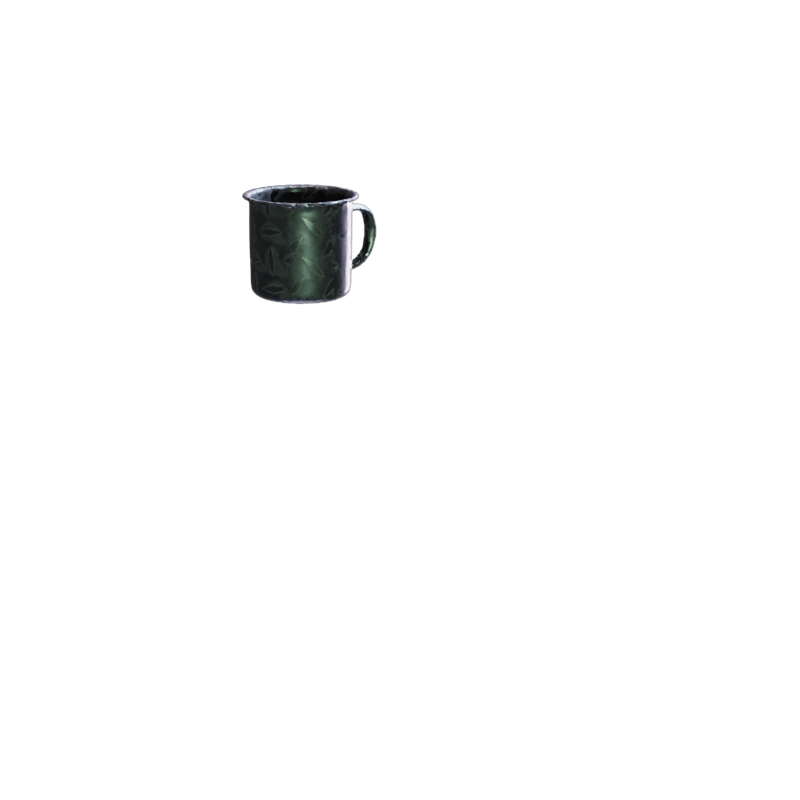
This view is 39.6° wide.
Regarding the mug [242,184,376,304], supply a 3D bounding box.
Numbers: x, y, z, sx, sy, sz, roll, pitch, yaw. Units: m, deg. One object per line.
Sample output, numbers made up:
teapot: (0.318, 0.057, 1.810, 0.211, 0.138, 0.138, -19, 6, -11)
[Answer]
mug: (-0.070, -0.128, 0.894, 0.114, 0.079, 0.099, -12, 21, -34)
